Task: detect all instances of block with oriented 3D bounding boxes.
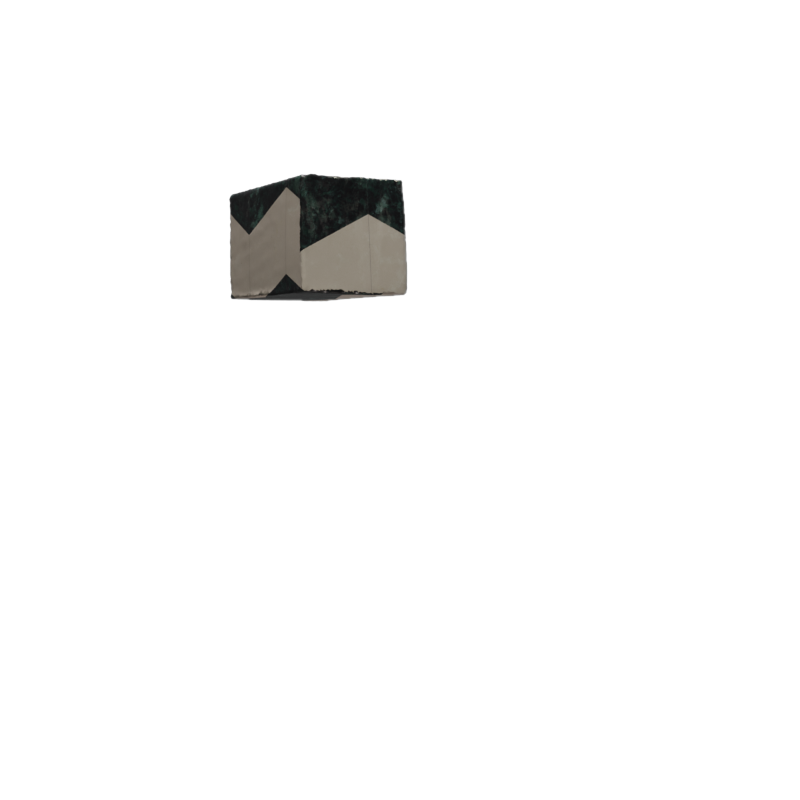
[{"bbox_3d":[-0.040,-0.072,0.506,0.051,0.052,0.080,1,0,-32],"label":"block"}]
